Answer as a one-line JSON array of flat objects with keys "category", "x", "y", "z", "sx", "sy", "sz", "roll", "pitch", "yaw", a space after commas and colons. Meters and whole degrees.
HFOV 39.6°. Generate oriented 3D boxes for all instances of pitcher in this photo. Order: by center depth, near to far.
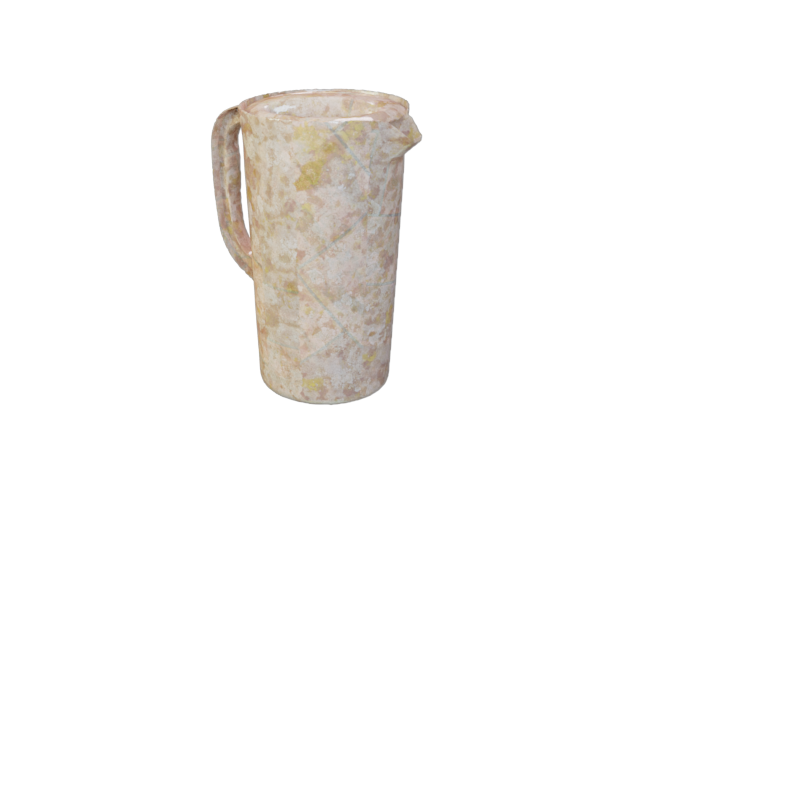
[{"category": "pitcher", "x": -0.070, "y": -0.128, "z": 0.897, "sx": 0.143, "sy": 0.232, "sz": 0.158, "roll": -5, "pitch": 21, "yaw": -15}]
